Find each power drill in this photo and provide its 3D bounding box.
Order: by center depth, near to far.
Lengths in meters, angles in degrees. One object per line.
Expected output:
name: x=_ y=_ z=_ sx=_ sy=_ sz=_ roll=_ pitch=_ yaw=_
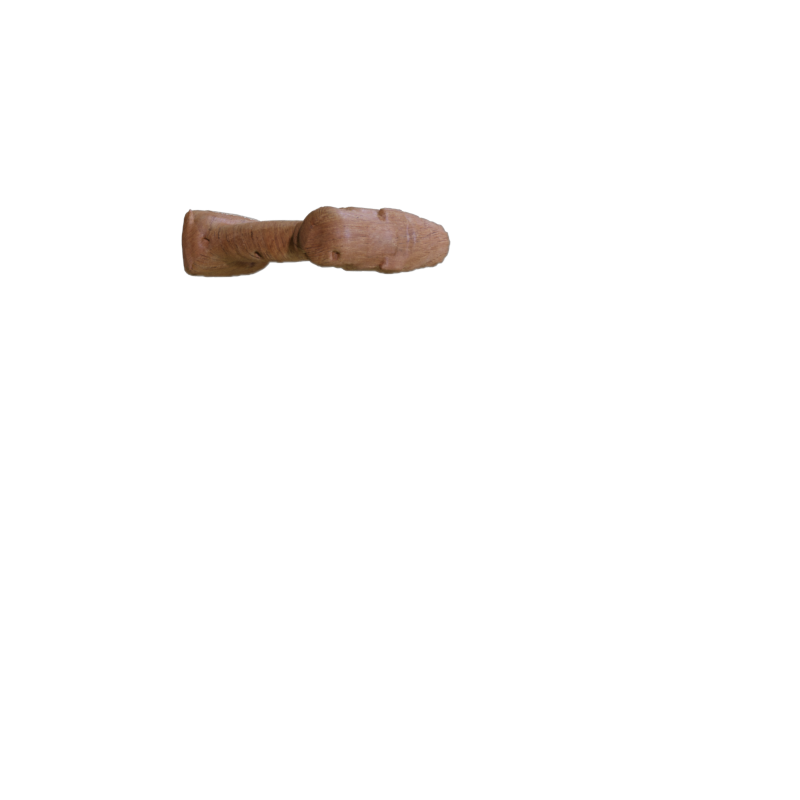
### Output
power drill: x=-0.072 y=-0.131 z=0.920 sx=0.194 sy=0.058 sz=0.177 roll=2 pitch=3 yaw=33
